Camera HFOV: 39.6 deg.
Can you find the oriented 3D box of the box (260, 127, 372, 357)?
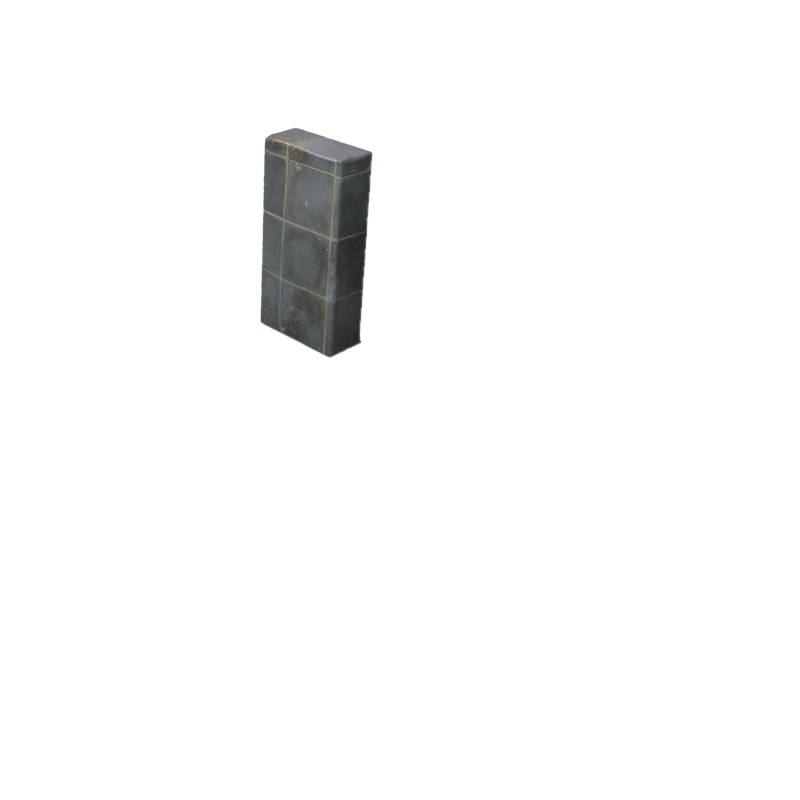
[{"bbox_3d":[-0.074,-0.135,0.943,0.099,0.167,0.048,24,33,38],"label":"box"}]
